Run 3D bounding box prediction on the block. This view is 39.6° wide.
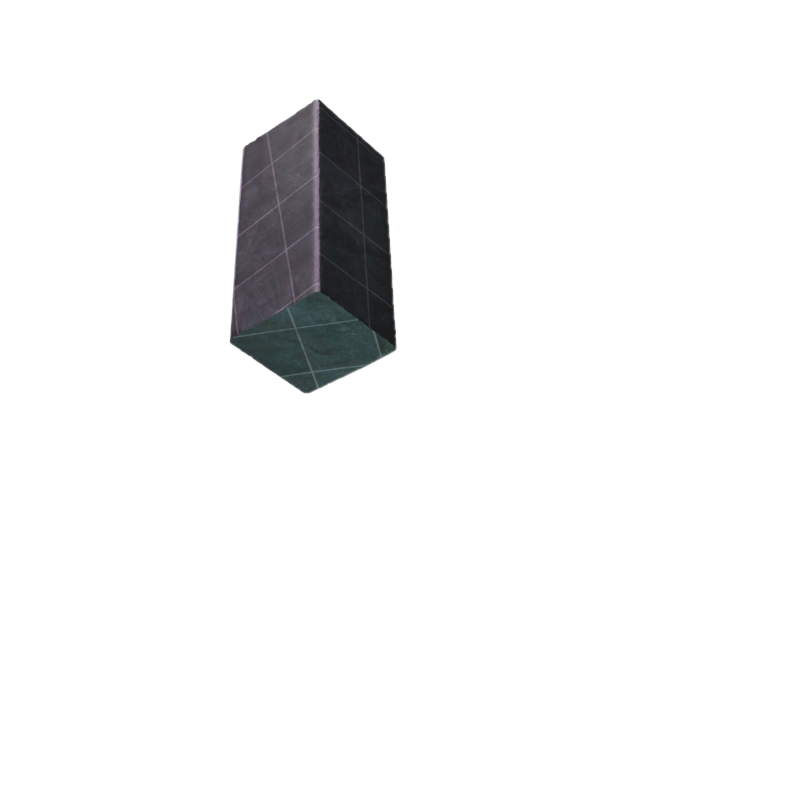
[{"bbox_3d":[-0.068,-0.124,0.870,0.090,0.221,0.084,-29,-46,28],"label":"block"}]
